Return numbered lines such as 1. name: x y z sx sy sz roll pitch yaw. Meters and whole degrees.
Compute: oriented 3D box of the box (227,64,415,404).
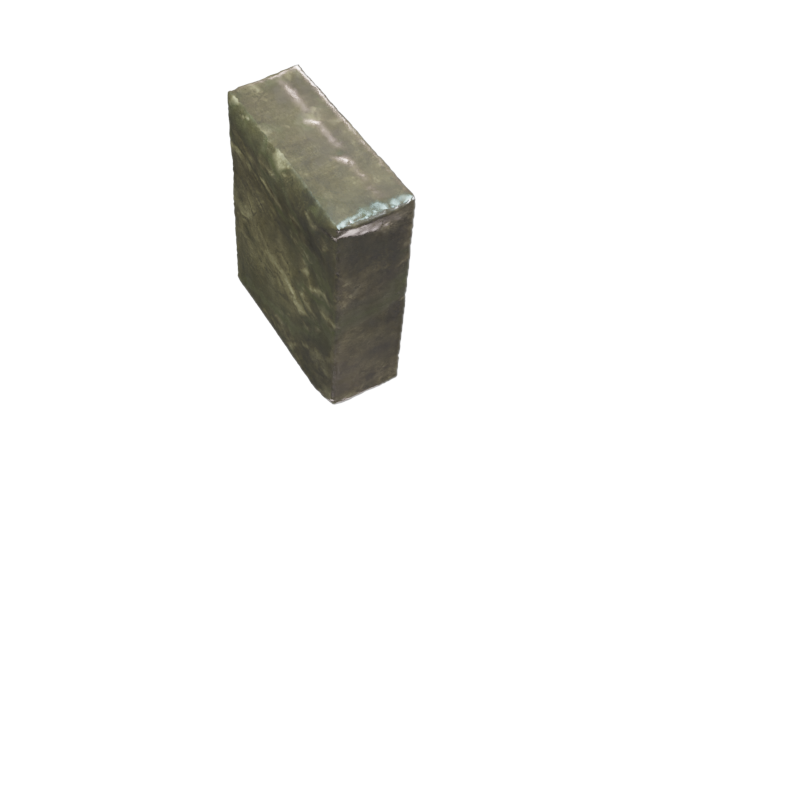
1. box: -0.067 -0.122 0.857 0.071 0.176 0.199 -24 -33 -20
